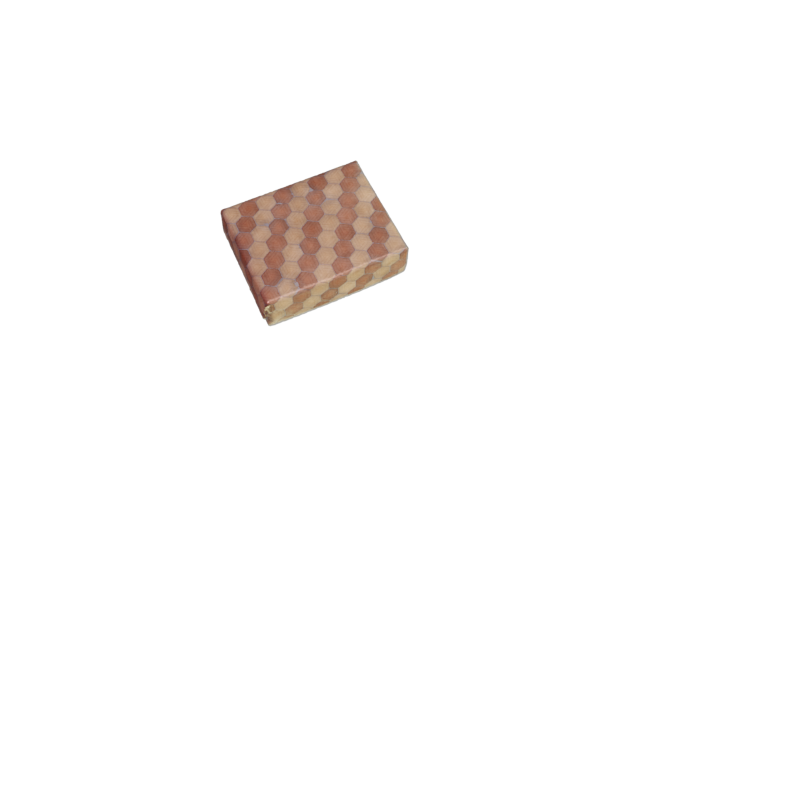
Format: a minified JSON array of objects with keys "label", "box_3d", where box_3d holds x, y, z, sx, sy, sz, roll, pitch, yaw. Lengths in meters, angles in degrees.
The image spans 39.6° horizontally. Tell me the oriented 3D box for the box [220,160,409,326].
[{"label":"box","box_3d":[-0.063,-0.115,0.808,0.113,0.096,0.036,-22,-29,-13]}]
